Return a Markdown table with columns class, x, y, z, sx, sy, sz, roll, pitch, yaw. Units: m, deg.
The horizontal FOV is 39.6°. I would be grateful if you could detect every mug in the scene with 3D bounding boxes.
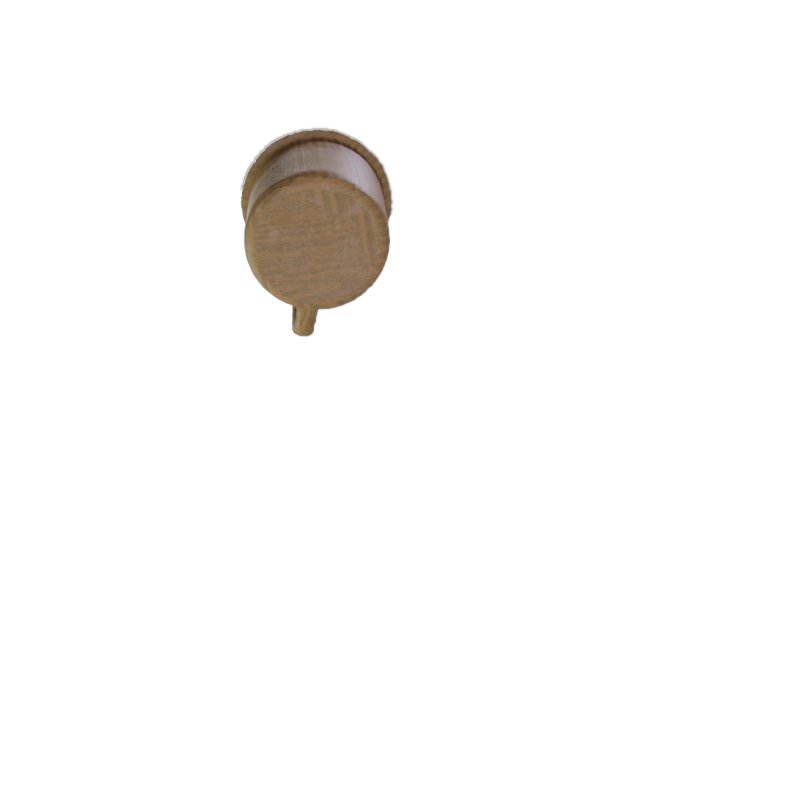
| class | x | y | z | sx | sy | sz | roll | pitch | yaw |
| --- | --- | --- | --- | --- | --- | --- | --- | --- | --- |
| mug | -0.051 | -0.093 | 0.650 | 0.092 | 0.113 | 0.086 | 9 | 22 | -6 |
